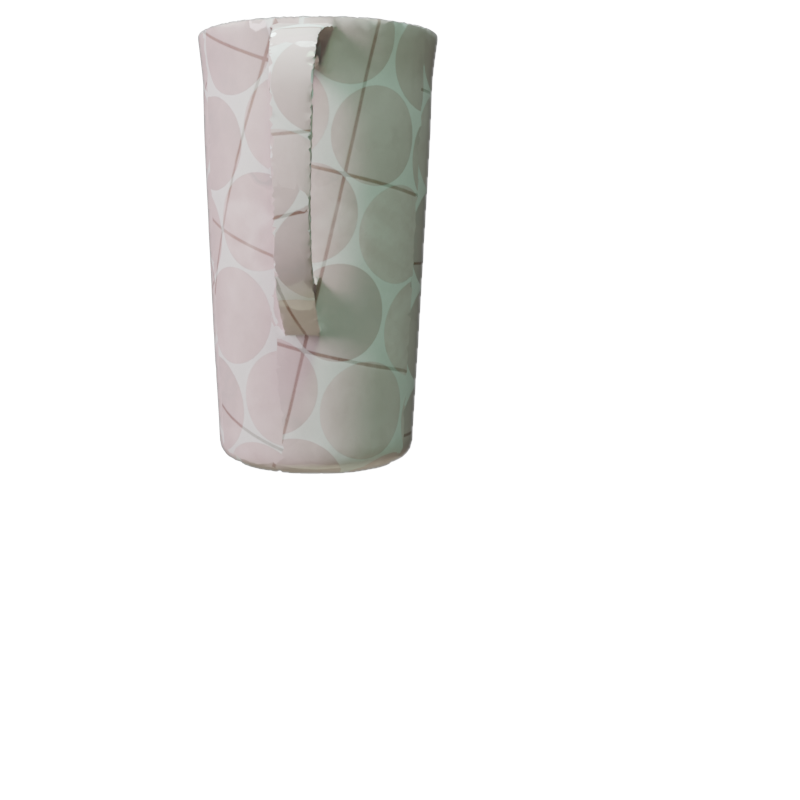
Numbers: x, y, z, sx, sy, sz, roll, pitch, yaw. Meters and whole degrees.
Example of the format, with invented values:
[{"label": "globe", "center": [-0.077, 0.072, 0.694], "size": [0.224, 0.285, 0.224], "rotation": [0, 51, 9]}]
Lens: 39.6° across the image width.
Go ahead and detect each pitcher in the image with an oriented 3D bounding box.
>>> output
[{"label": "pitcher", "center": [-0.048, -0.087, 0.611], "size": [0.144, 0.242, 0.151], "rotation": [-2, 3, -42]}]
